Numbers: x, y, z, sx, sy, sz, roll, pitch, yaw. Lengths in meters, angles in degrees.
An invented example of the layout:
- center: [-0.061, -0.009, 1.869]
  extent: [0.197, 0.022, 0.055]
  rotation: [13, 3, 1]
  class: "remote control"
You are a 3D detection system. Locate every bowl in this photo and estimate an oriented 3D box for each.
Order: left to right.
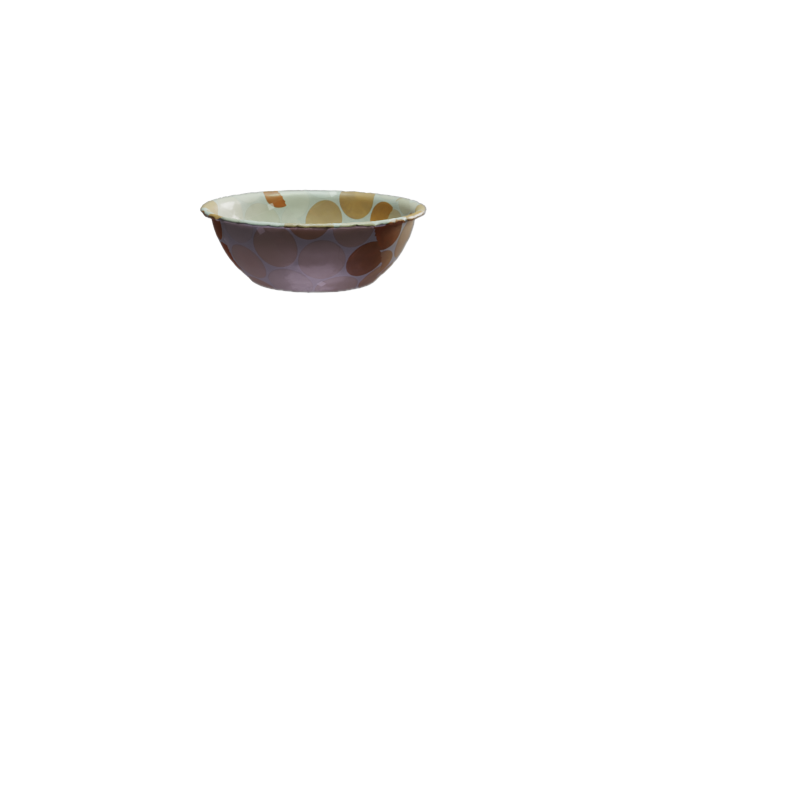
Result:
- center: [-0.063, -0.114, 0.800]
  extent: [0.162, 0.053, 0.168]
  rotation: [-1, 18, -2]
  class: "bowl"
